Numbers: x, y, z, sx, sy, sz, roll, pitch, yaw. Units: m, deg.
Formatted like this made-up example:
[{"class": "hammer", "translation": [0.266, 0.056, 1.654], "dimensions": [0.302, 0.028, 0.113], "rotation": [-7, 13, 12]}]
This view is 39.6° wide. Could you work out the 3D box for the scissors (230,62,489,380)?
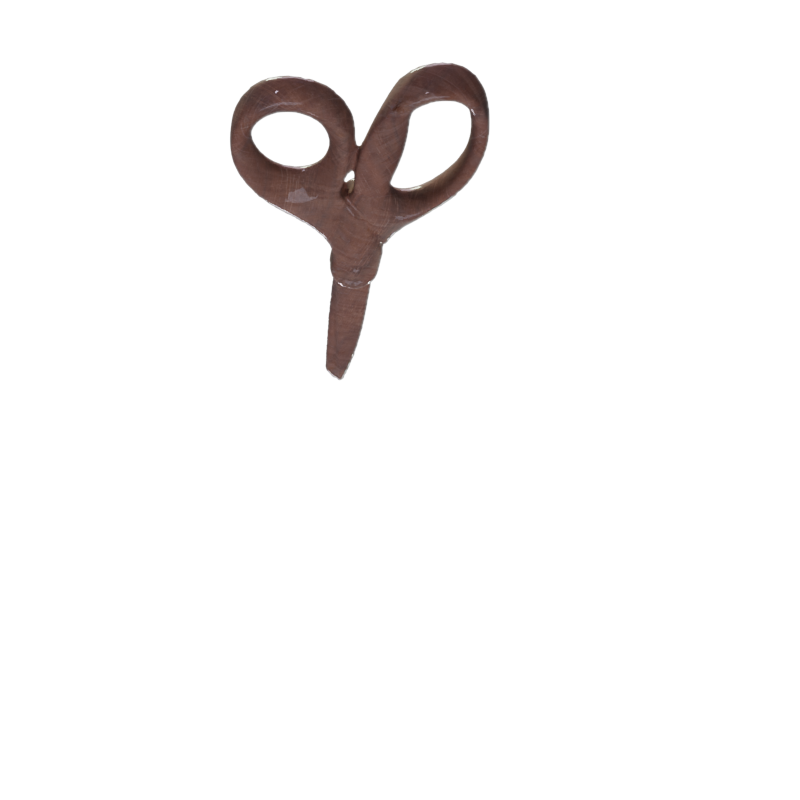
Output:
[{"class": "scissors", "translation": [-0.033, -0.061, 0.427], "dimensions": [0.093, 0.017, 0.195], "rotation": [11, -32, -19]}]
